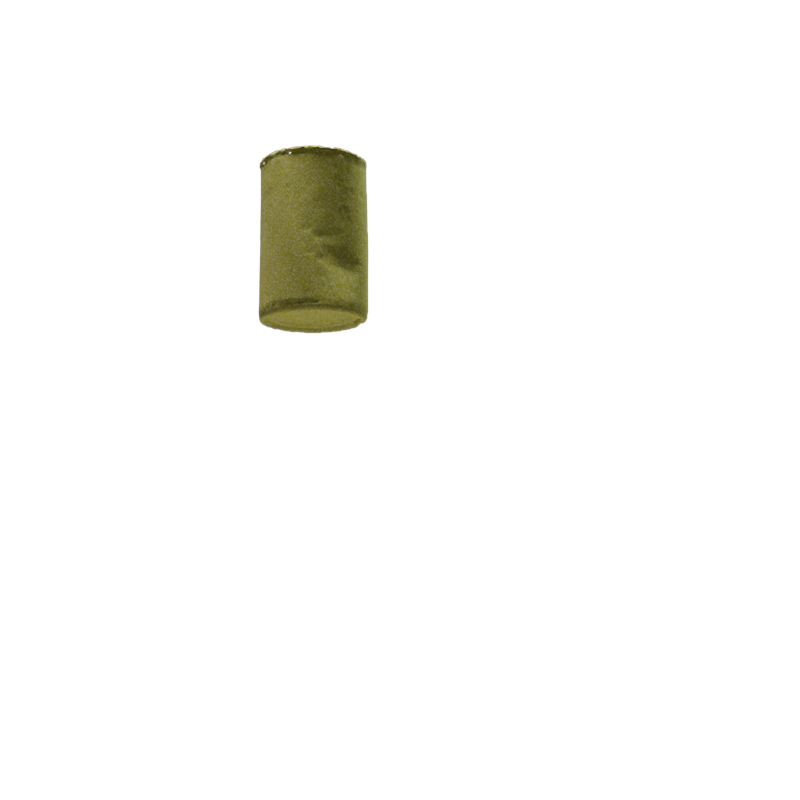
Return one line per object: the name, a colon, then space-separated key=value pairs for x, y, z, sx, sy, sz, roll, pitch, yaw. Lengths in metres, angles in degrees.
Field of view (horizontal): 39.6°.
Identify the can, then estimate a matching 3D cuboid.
can: x=-0.054 y=-0.098 z=0.687 sx=0.068 sy=0.106 sz=0.066 roll=0 pitch=-14 yaw=-2
